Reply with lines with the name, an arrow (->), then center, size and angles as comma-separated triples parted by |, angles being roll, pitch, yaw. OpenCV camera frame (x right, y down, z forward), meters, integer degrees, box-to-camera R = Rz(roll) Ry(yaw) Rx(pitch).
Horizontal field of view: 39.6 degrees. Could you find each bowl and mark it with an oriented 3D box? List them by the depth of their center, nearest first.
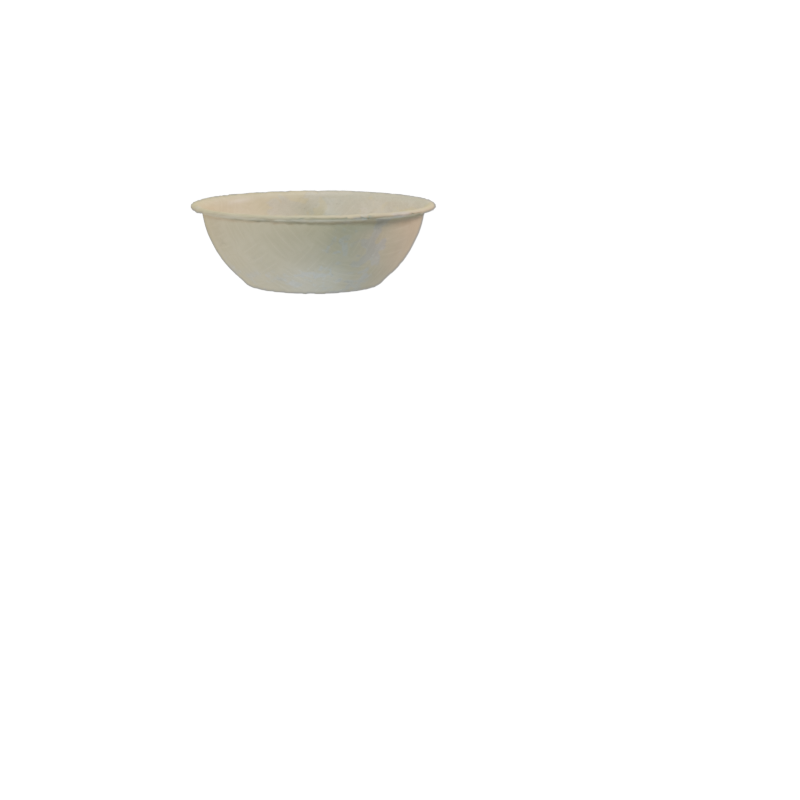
bowl -> -0.058, -0.105, 0.737 | 0.162, 0.054, 0.167 | 0, 15, -2
